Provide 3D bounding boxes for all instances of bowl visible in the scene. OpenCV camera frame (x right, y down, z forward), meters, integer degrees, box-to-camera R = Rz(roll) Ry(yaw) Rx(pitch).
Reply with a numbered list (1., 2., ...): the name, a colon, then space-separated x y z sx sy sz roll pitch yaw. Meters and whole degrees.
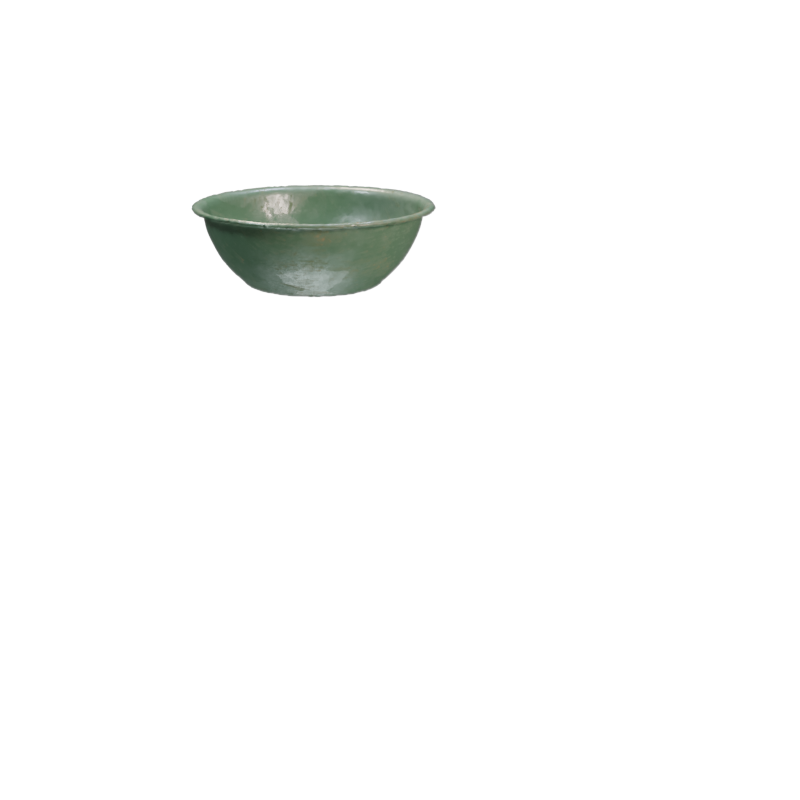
1. bowl: -0.058 -0.106 0.744 0.162 0.053 0.168 -1 18 -2
